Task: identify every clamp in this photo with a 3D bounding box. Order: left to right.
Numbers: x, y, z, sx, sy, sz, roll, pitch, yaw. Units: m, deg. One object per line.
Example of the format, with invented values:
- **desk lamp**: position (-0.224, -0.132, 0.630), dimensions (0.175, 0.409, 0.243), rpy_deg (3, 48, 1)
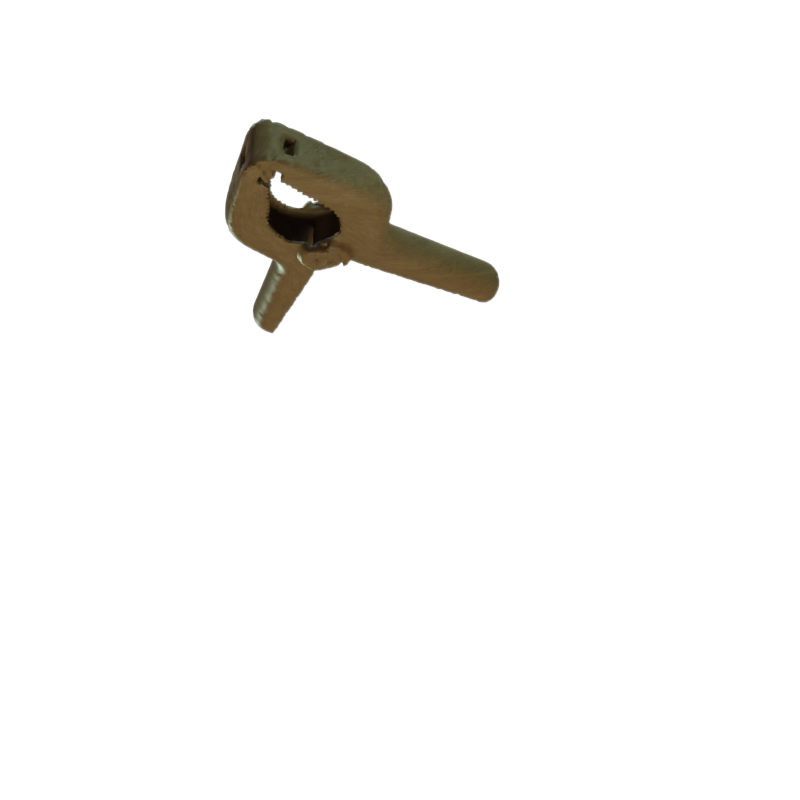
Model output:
- **clamp**: position (-0.051, -0.093, 0.655), dimensions (0.167, 0.038, 0.195), rpy_deg (-11, -25, 23)
